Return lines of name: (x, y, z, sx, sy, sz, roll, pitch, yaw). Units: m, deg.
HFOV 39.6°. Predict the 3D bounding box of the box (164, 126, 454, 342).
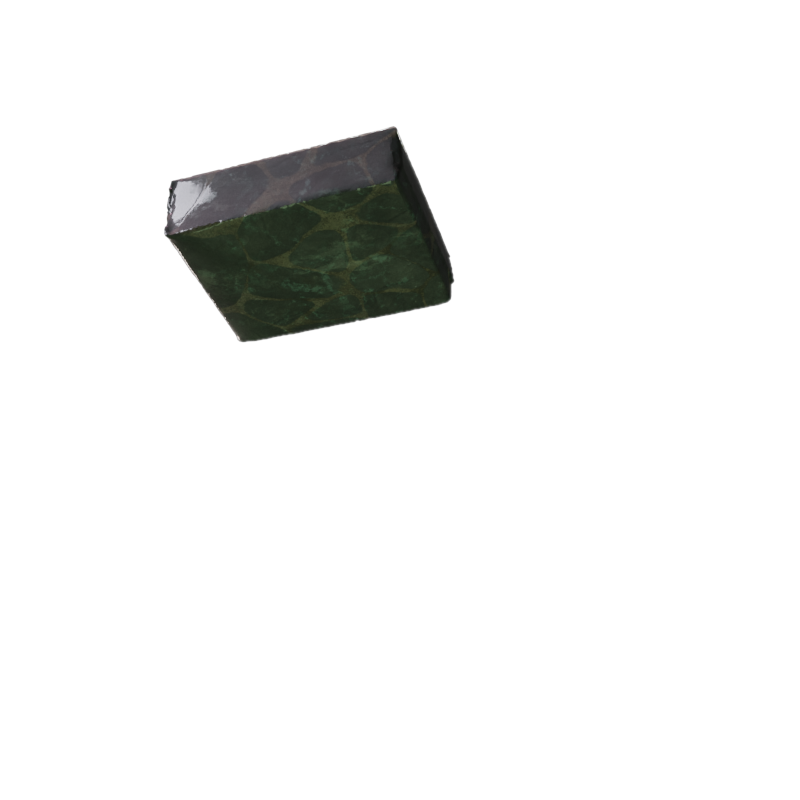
box: (-0.041, -0.074, 0.520, 0.115, 0.042, 0.083, -12, -40, 14)
